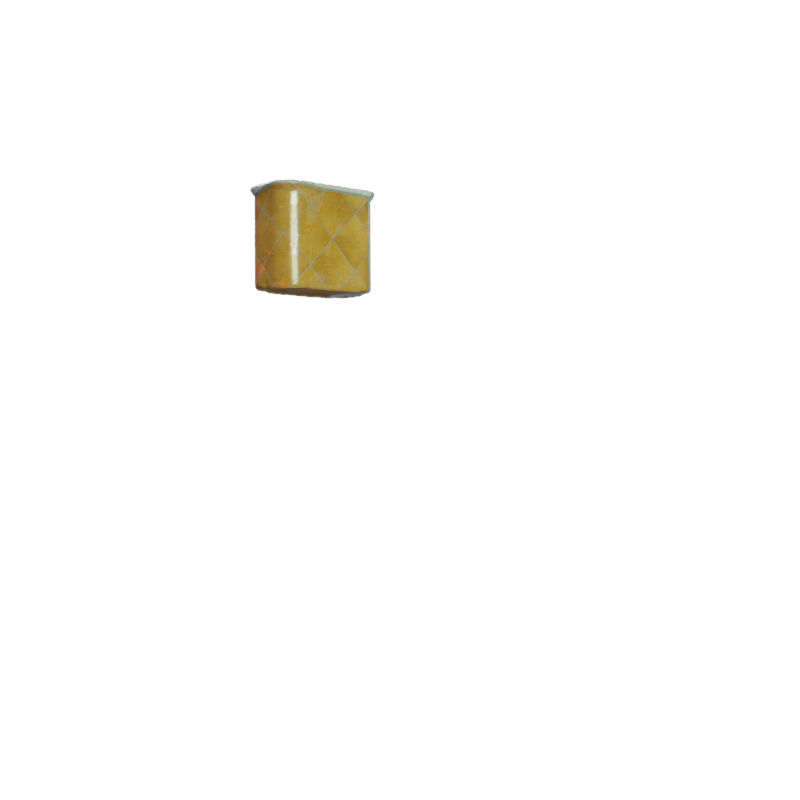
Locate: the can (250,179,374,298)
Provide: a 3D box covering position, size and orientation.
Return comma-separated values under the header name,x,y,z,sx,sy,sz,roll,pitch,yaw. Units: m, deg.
name,x,y,z,sx,sy,sz,roll,pitch,yaw
can,-0.070,-0.127,0.889,0.097,0.085,0.059,3,-7,-41
